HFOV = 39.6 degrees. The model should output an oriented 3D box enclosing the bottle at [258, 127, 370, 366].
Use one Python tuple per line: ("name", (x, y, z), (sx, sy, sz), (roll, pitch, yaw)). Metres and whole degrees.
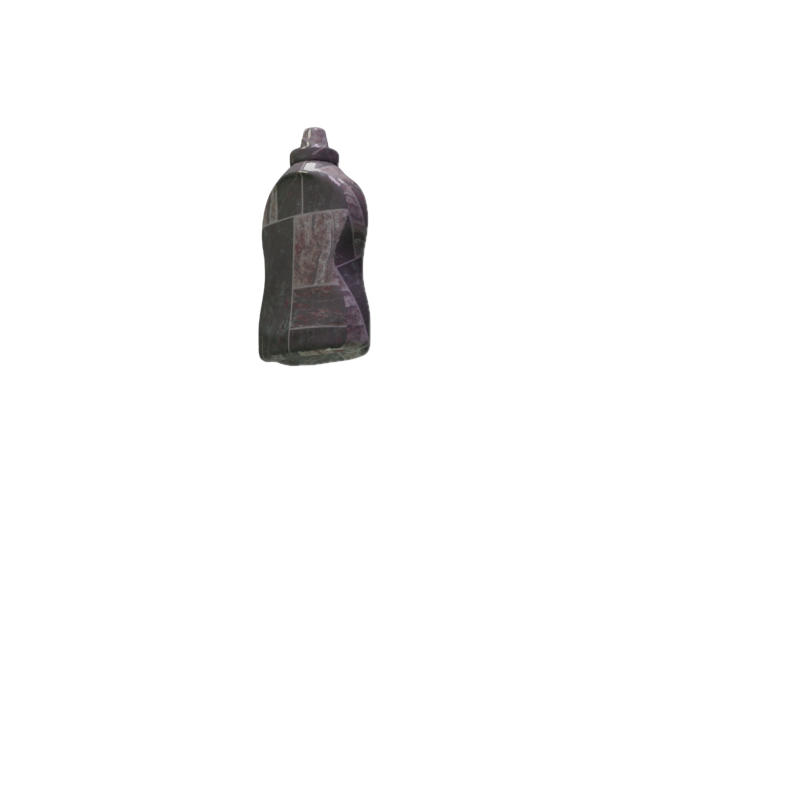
("bottle", (-0.070, -0.127, 0.892), (0.098, 0.198, 0.055), (-12, -18, 40))
